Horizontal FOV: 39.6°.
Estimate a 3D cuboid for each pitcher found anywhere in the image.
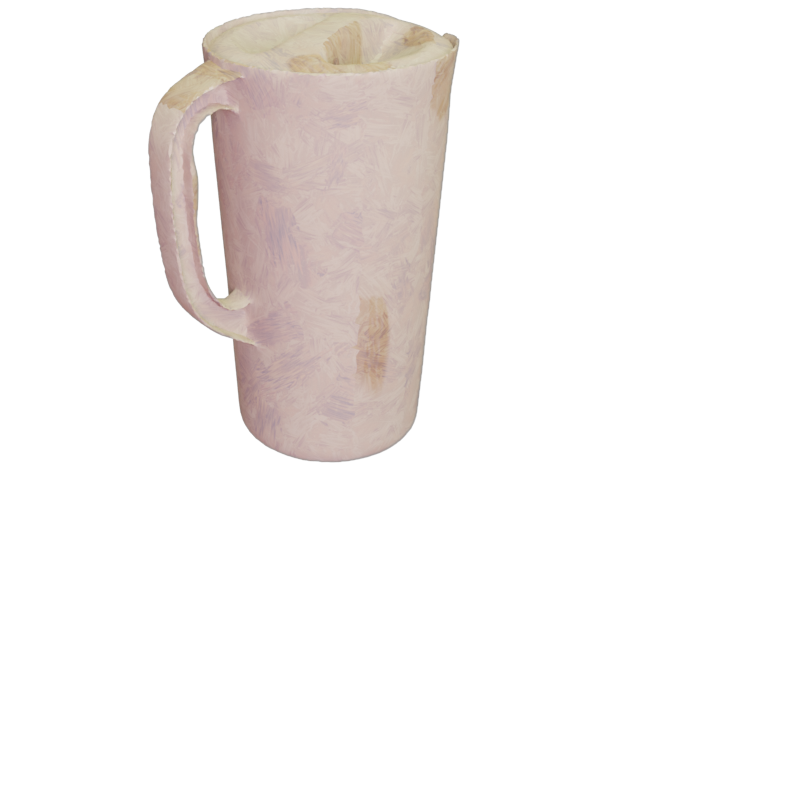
[{"bbox_3d":[-0.048,-0.088,0.618,0.150,0.230,0.152,4,28,4],"label":"pitcher"}]
